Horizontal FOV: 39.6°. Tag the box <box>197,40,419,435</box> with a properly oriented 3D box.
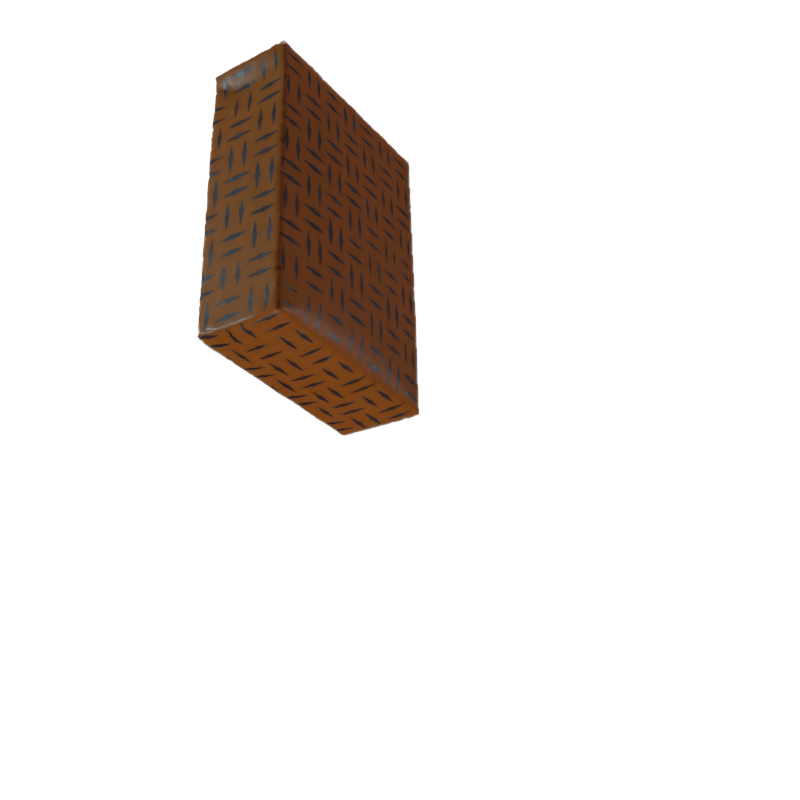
[{"bbox_3d":[-0.059,-0.107,0.749,0.072,0.228,0.152,-21,-36,27],"label":"box"}]
